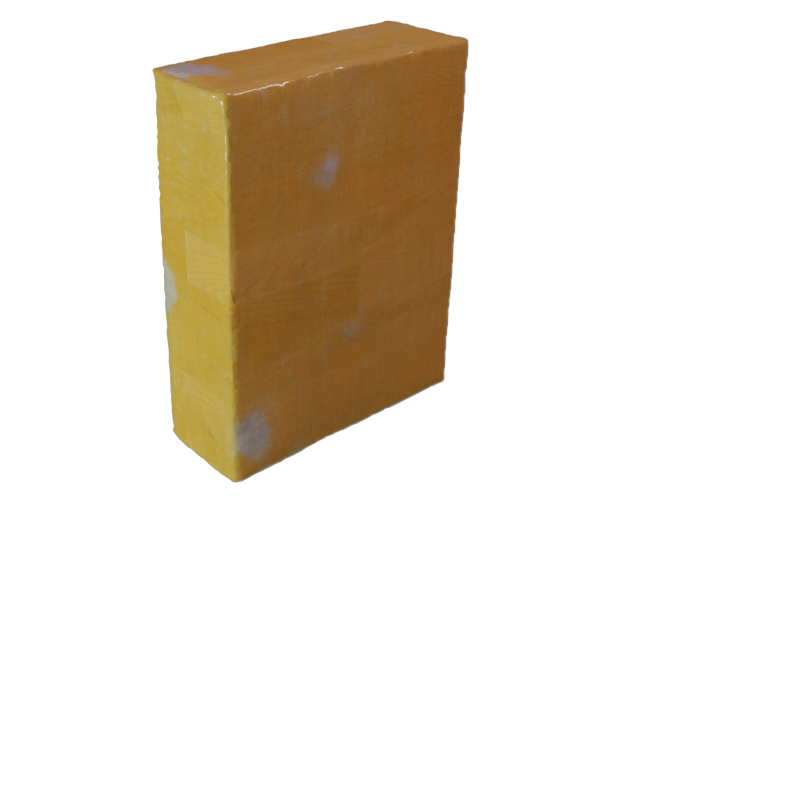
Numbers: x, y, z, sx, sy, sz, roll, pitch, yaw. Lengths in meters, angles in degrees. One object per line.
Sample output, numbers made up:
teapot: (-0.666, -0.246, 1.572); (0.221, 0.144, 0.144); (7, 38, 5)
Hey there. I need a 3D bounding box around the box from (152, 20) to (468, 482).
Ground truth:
box: (-0.047, -0.086, 0.605); (0.162, 0.202, 0.077); (-23, 35, -38)
